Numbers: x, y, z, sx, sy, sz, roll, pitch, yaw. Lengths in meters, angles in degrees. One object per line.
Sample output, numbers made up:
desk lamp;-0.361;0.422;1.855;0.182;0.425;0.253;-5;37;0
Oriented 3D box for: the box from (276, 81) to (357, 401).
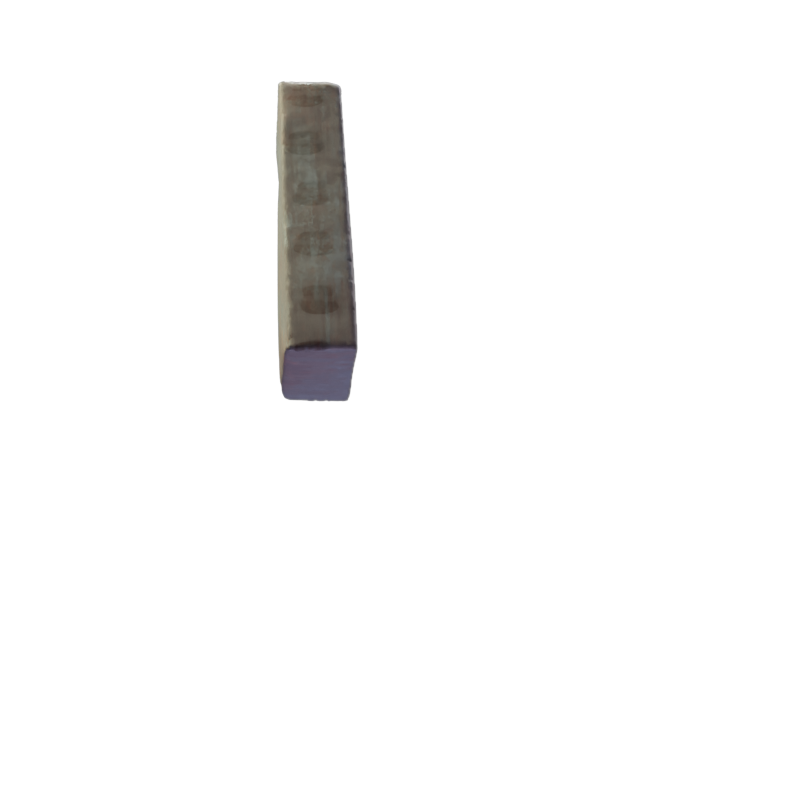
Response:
box;-0.053;-0.096;0.675;0.048;0.186;0.089;1;-24;-6
